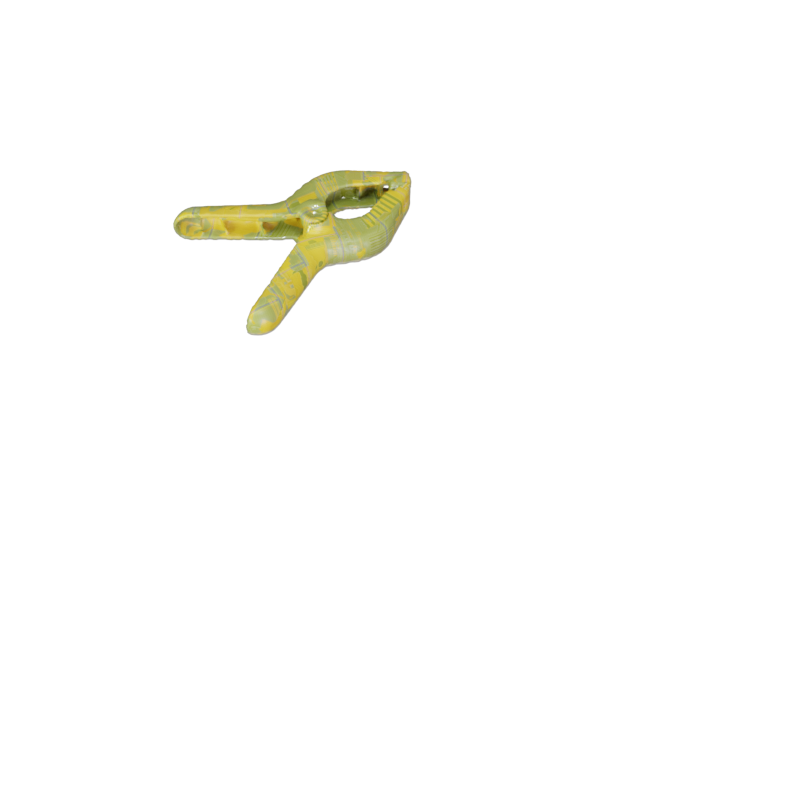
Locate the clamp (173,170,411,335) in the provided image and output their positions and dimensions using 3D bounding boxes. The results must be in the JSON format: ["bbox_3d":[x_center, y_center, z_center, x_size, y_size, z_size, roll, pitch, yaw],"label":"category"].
[{"bbox_3d":[-0.060,-0.110,0.773,0.170,0.129,0.037,-20,-31,-13],"label":"clamp"}]
